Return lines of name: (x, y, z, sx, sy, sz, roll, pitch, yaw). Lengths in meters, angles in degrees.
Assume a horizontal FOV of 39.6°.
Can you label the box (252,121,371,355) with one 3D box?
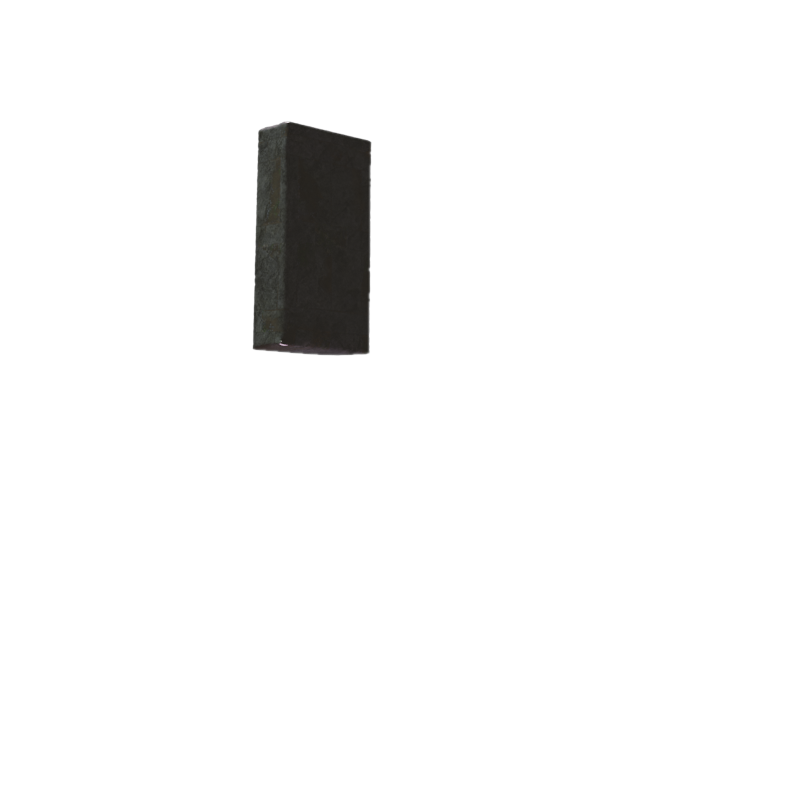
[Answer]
box: (-0.069, -0.126, 0.884, 0.089, 0.181, 0.049, 8, -13, -42)
